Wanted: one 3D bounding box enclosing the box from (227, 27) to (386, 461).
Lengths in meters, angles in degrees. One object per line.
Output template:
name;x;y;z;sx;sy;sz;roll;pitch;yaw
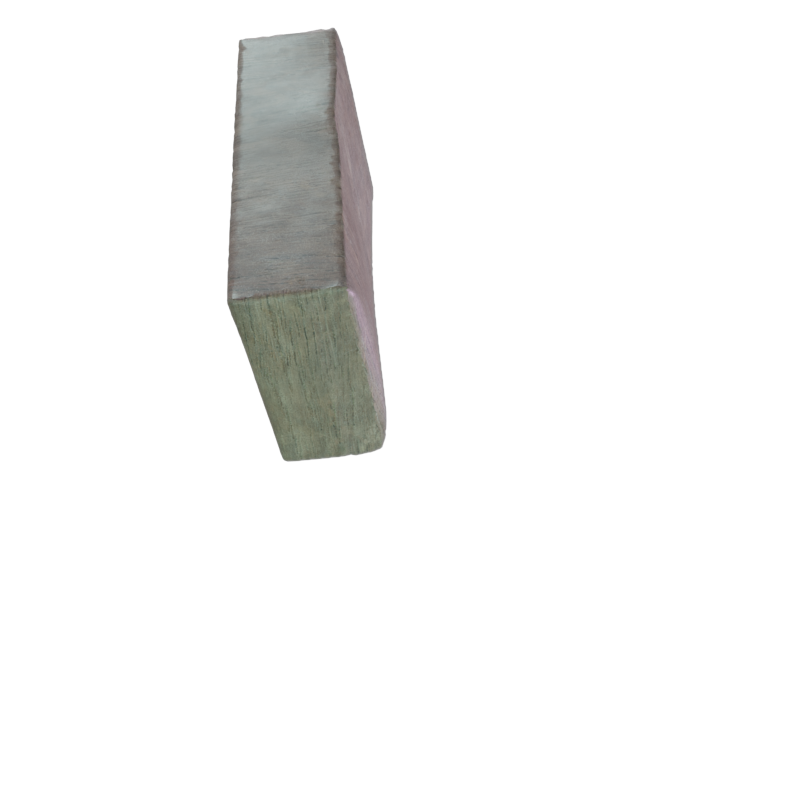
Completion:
box;-0.053;-0.097;0.681;0.072;0.229;0.152;-6;-38;4
